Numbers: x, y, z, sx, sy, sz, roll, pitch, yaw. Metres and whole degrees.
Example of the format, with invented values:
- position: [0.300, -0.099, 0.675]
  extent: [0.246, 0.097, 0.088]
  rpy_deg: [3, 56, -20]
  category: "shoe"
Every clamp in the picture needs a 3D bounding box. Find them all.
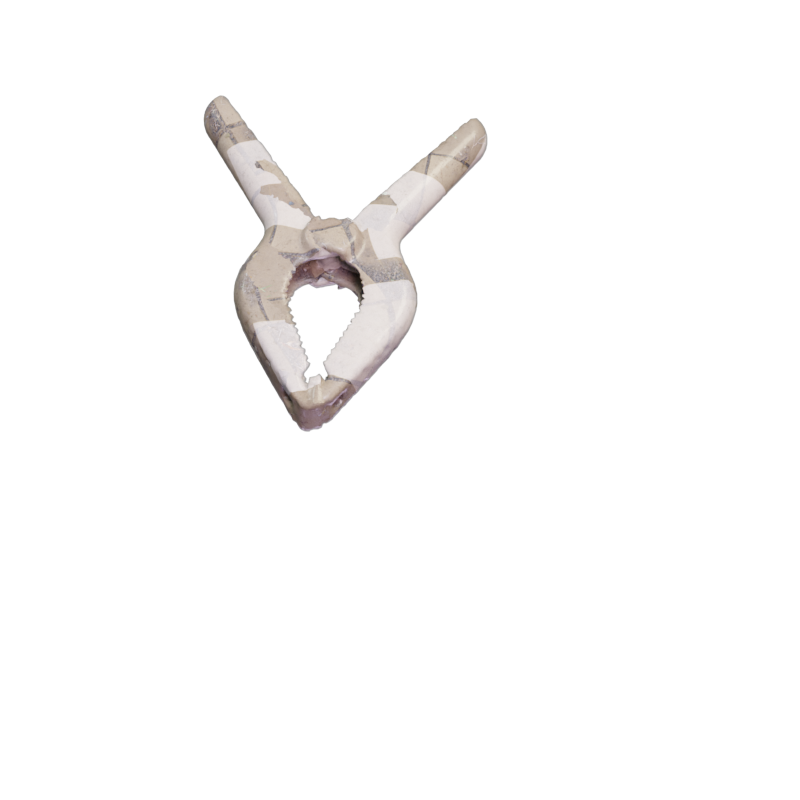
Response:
- position: [-0.047, -0.085, 0.598]
  extent: [0.166, 0.222, 0.034]
  rpy_deg: [9, -33, 6]
  category: "clamp"
